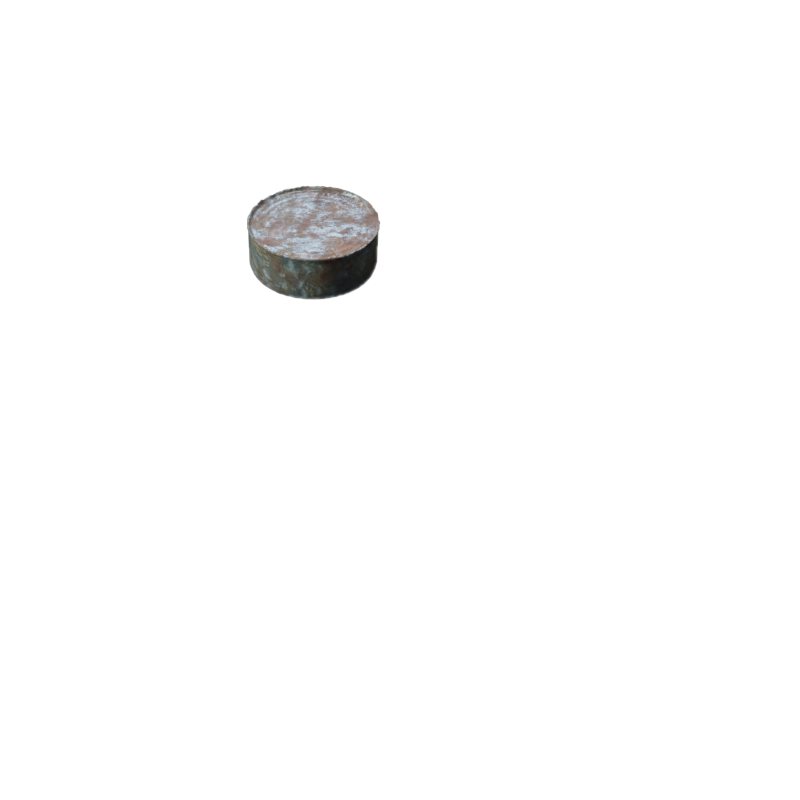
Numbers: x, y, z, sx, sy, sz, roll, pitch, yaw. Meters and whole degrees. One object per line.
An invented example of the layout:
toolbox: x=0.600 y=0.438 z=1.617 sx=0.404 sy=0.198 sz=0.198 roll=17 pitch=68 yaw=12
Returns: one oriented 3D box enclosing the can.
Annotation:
can: x=-0.057 y=-0.103 z=0.723 sx=0.086 sy=0.031 sz=0.092 roll=-1 pitch=40 yaw=-2
